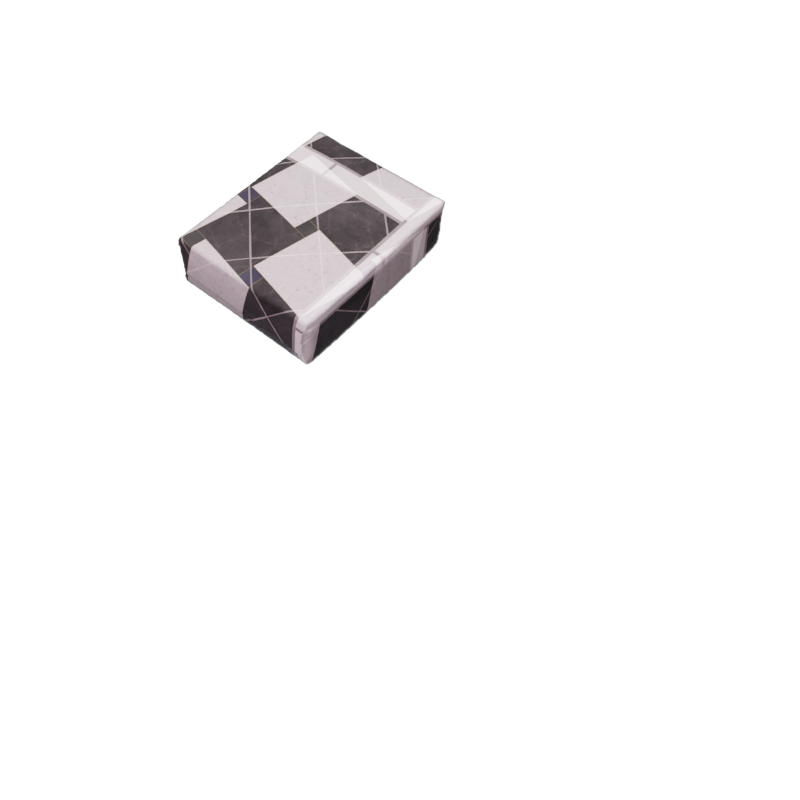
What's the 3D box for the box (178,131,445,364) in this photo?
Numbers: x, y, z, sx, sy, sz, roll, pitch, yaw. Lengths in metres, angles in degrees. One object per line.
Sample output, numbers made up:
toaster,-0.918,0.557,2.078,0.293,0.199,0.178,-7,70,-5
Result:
box,-0.046,-0.083,0.585,0.095,0.036,0.115,32,56,24
